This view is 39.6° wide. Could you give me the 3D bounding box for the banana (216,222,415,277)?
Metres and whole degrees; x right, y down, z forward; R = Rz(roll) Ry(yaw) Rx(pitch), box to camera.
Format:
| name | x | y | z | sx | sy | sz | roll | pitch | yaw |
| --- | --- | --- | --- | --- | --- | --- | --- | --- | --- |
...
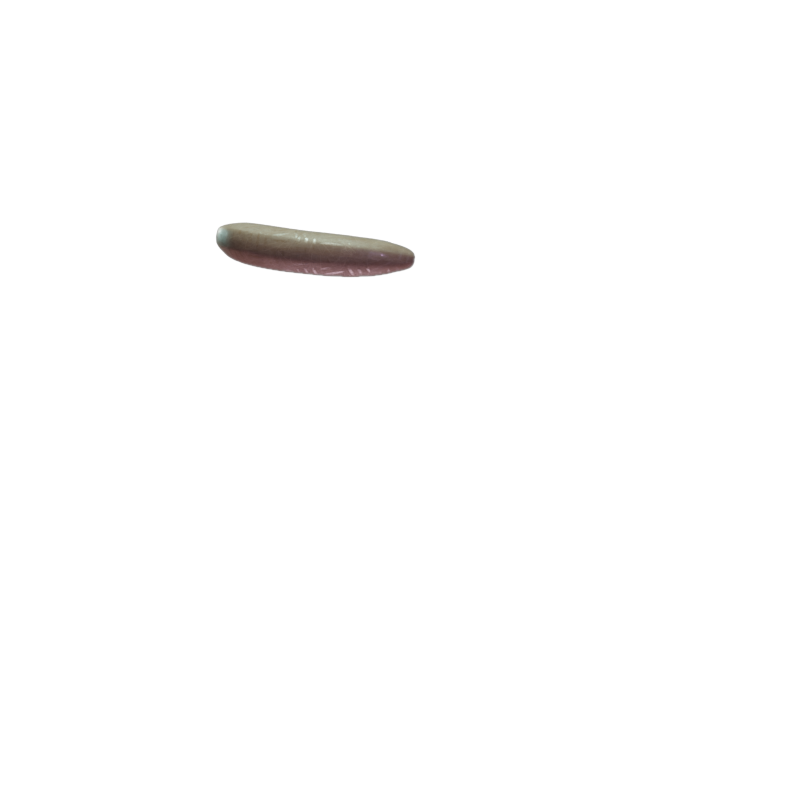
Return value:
| name | x | y | z | sx | sy | sz | roll | pitch | yaw |
| --- | --- | --- | --- | --- | --- | --- | --- | --- | --- |
| banana | -0.088 | -0.135 | 0.974 | 0.206 | 0.035 | 0.070 | 12 | 26 | 25 |
